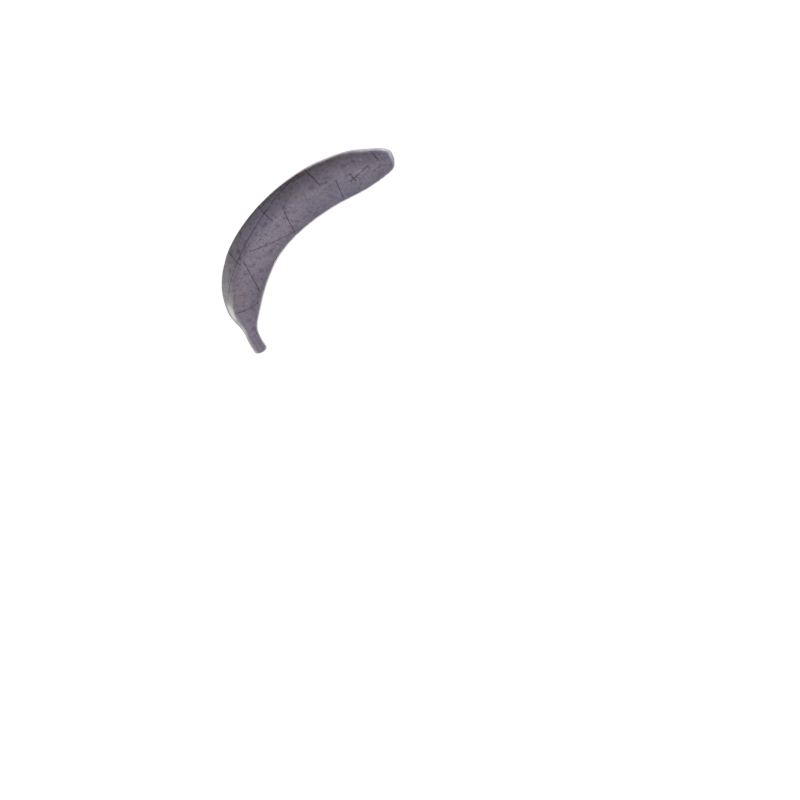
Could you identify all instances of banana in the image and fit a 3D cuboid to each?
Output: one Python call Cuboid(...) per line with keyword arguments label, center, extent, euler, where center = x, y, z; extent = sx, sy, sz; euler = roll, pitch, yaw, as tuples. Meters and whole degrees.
Cuboid(label="banana", center=(-0.085, -0.128, 0.855), extent=(0.067, 0.193, 0.039), euler=(31, 24, -17))
